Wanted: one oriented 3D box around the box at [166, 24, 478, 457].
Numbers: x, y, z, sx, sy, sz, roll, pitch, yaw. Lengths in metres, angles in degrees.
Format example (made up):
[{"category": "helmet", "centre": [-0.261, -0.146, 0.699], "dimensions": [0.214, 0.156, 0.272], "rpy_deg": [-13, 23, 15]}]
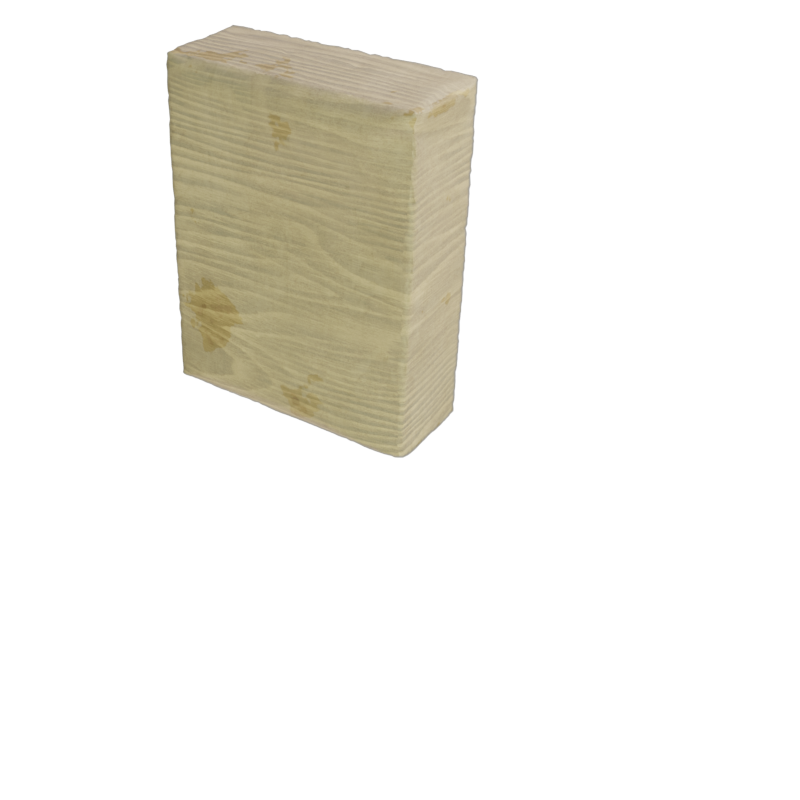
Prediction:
[{"category": "box", "centre": [-0.050, -0.091, 0.634], "dimensions": [0.173, 0.201, 0.072], "rpy_deg": [20, 35, 28]}]
